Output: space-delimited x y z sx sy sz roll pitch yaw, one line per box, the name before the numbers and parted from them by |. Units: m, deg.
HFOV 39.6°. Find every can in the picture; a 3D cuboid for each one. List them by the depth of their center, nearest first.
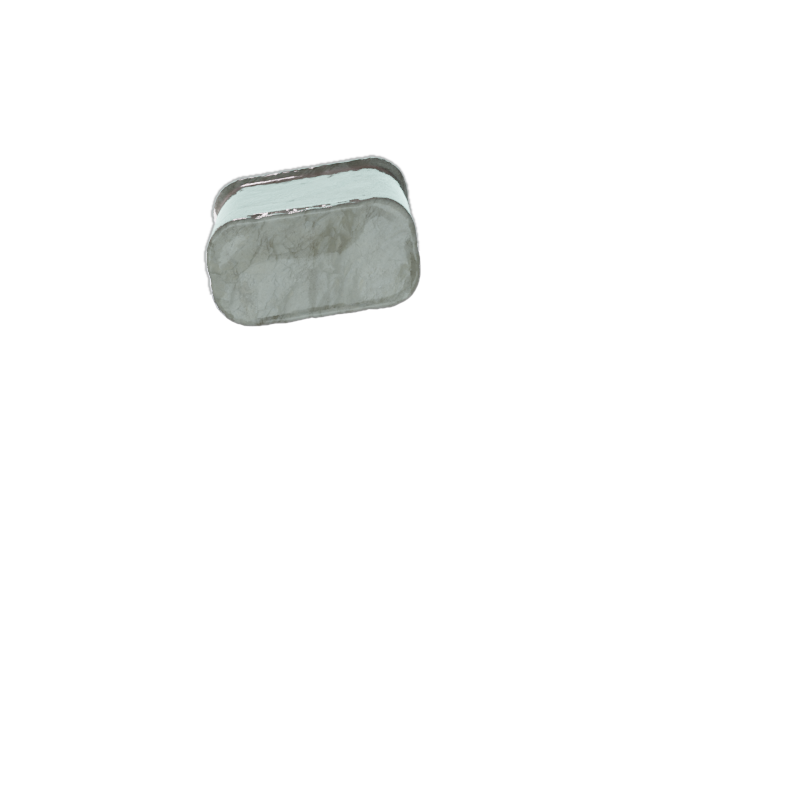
can | -0.042 -0.077 0.537 0.102 0.055 0.088 -9 21 1
